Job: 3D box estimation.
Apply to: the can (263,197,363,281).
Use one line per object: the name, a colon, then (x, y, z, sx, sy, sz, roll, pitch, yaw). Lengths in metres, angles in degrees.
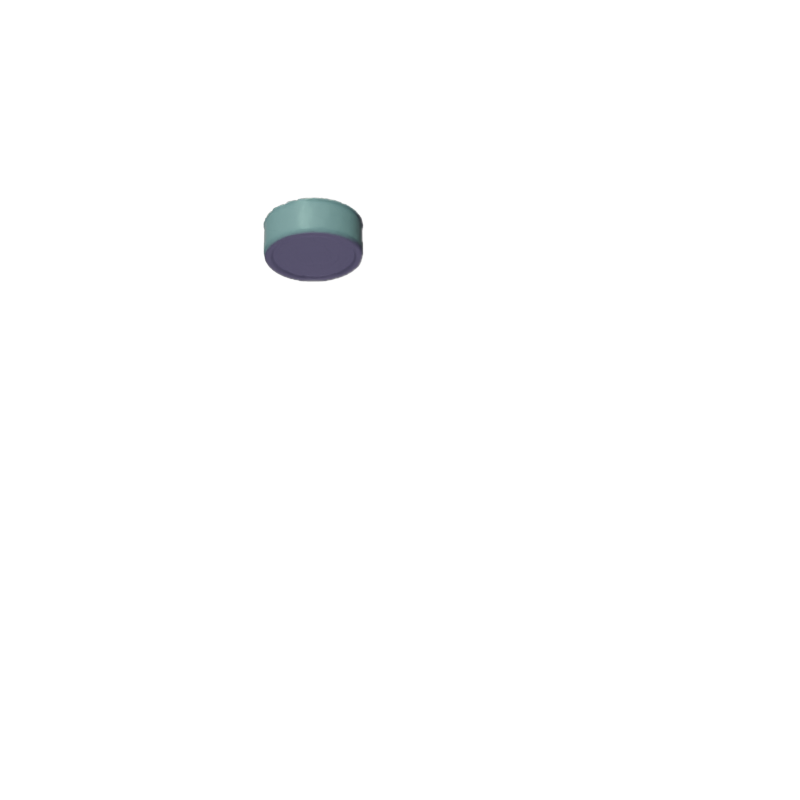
can: (-0.074, -0.135, 0.945, 0.086, 0.036, 0.081, 1, -26, -2)
